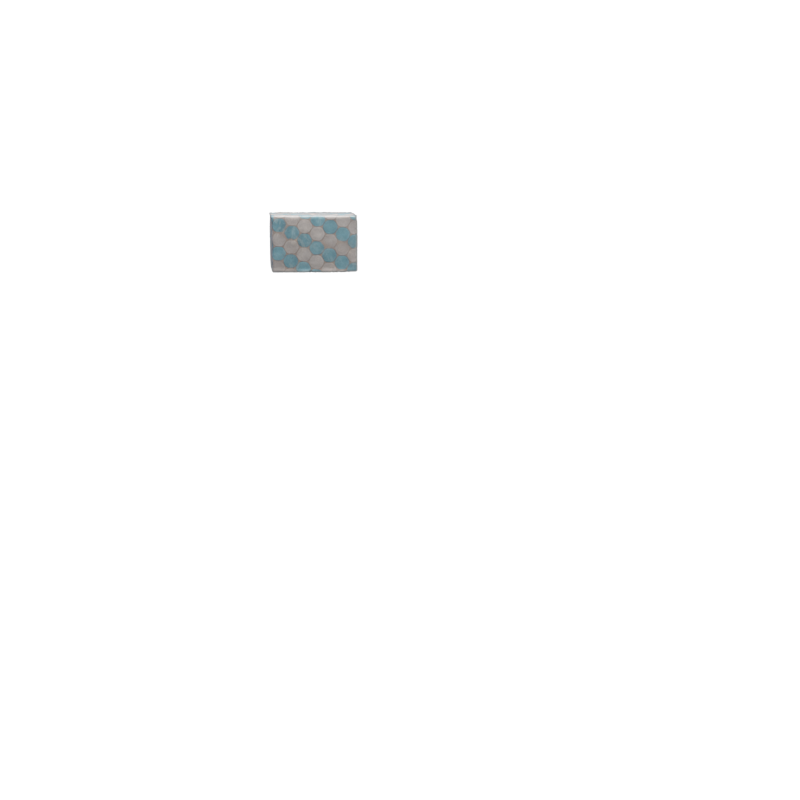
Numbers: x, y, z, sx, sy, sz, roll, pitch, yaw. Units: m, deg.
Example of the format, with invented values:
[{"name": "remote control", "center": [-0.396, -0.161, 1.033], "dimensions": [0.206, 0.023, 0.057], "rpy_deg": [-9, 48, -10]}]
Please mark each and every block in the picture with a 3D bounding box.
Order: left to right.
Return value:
[{"name": "block", "center": [-0.078, -0.142, 0.994], "dimensions": [0.077, 0.051, 0.054], "rpy_deg": [-1, 8, -5]}]
